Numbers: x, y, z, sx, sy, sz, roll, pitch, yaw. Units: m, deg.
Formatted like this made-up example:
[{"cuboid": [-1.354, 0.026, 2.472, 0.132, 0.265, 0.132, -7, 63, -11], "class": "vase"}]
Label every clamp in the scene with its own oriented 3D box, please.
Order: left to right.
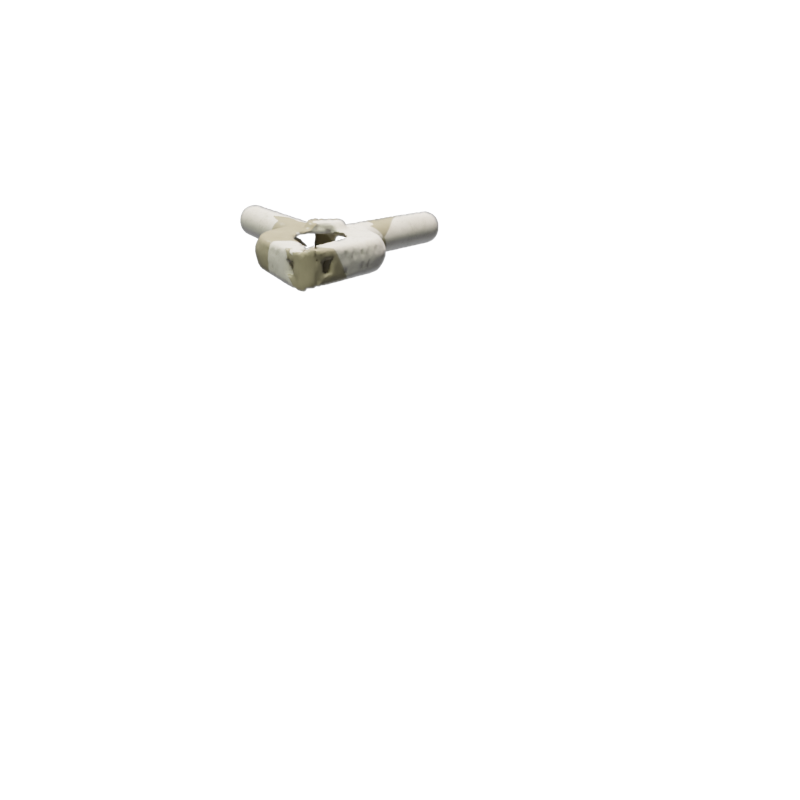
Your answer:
[{"cuboid": [-0.066, -0.121, 0.845, 0.168, 0.035, 0.213, 4, 19, 11], "class": "clamp"}]
